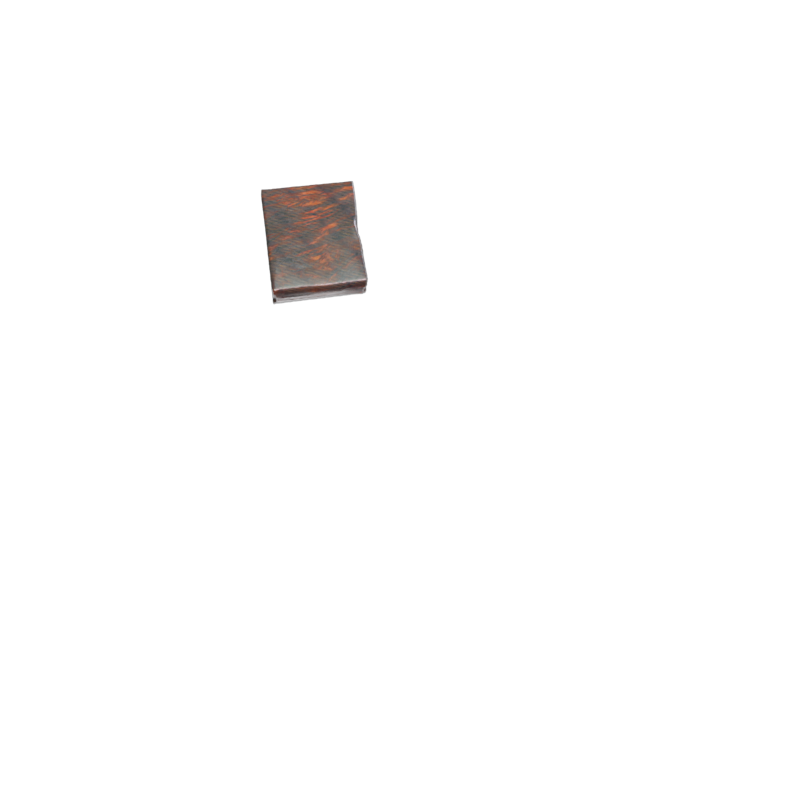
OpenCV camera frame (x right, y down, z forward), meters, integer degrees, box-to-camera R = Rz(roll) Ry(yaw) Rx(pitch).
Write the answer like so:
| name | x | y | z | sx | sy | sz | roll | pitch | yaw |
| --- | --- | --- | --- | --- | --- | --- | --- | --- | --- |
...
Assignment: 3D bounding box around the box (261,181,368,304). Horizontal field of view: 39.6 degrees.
| name | x | y | z | sx | sy | sz | roll | pitch | yaw |
| --- | --- | --- | --- | --- | --- | --- | --- | --- | --- |
| box | -0.067 | -0.122 | 0.855 | 0.073 | 0.094 | 0.029 | -7 | -23 | -3 |
